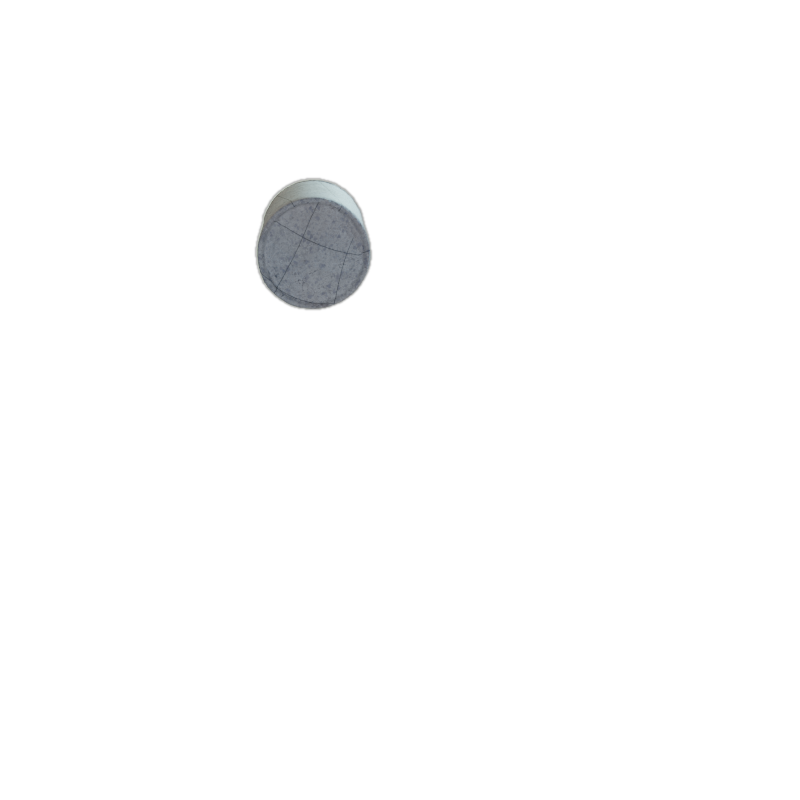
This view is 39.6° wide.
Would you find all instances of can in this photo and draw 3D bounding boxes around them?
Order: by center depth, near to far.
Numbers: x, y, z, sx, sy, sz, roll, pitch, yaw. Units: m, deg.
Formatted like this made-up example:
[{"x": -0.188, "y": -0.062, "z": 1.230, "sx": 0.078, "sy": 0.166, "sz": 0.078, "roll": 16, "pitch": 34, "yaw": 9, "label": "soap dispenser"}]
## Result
[{"x": -0.054, "y": -0.098, "z": 0.685, "sx": 0.068, "sy": 0.067, "sz": 0.105, "roll": 0, "pitch": 14, "yaw": -3, "label": "can"}]
